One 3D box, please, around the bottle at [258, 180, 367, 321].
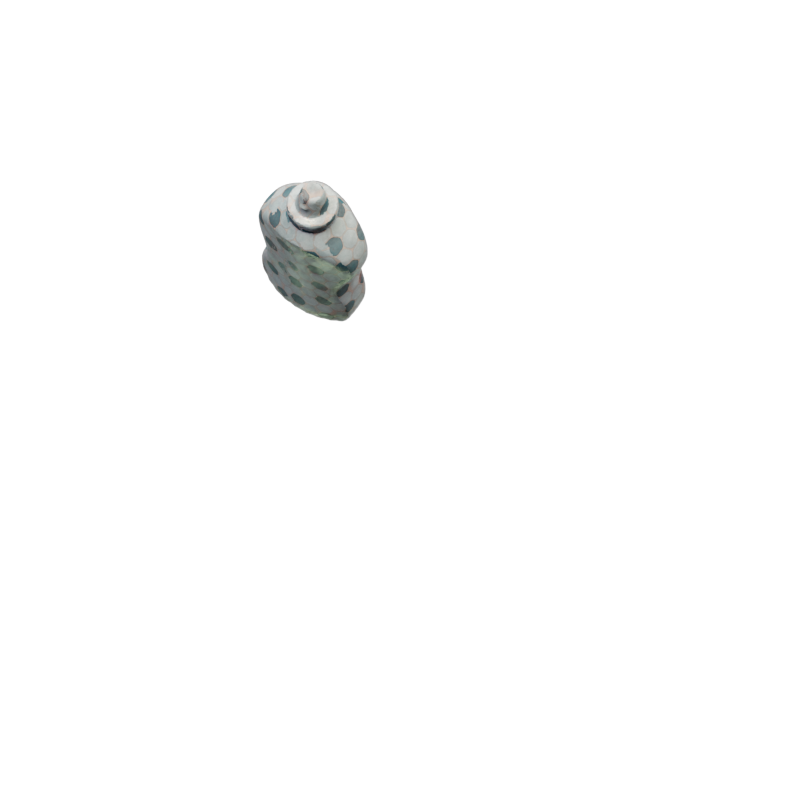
[{"bbox_3d":[-0.073,-0.132,0.929,0.099,0.059,0.183,36,-16,8],"label":"bottle"}]
